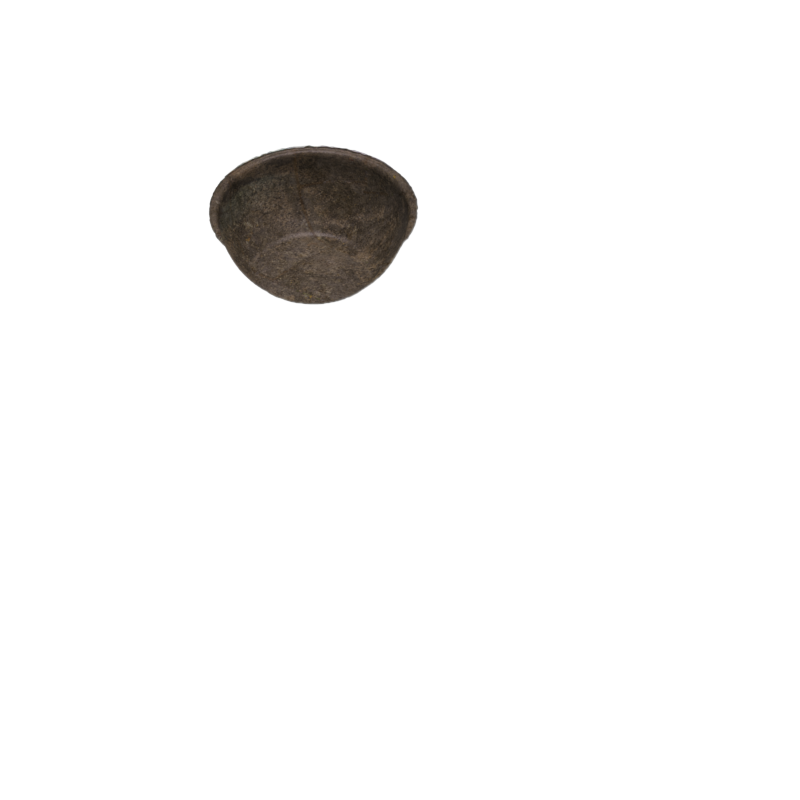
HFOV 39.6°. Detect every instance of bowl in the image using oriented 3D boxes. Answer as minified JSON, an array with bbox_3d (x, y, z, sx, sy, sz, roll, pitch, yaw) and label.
[{"bbox_3d":[-0.066,-0.120,0.841,0.162,0.059,0.152,1,-32,-2],"label":"bowl"}]
